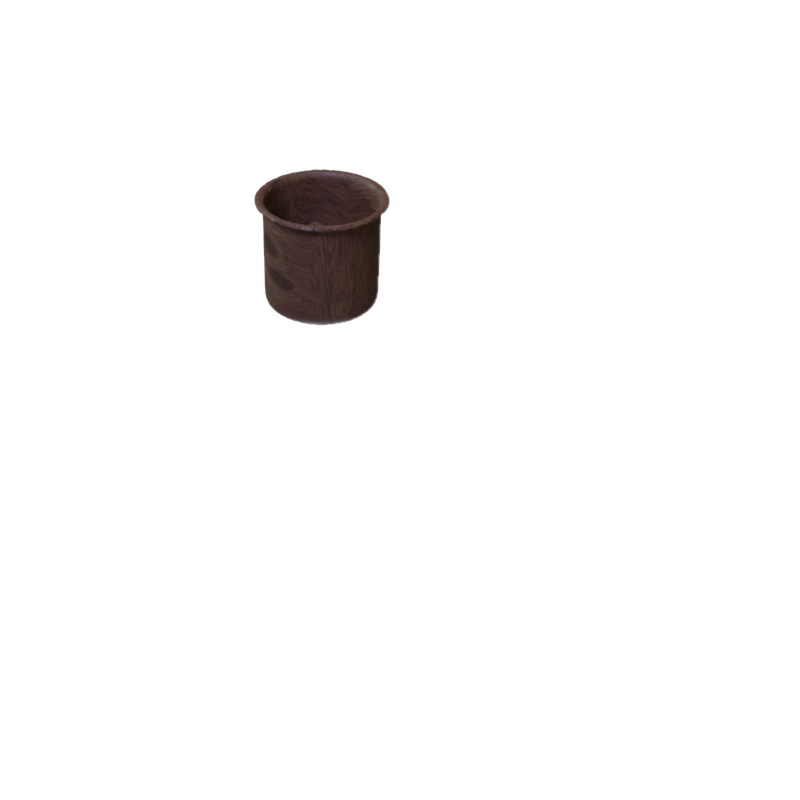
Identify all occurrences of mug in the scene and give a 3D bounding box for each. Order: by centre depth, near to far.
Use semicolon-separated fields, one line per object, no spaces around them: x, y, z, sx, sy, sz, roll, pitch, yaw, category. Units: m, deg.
-0.062;-0.113;0.788;0.092;0.077;0.126;-18;37;-27;mug
